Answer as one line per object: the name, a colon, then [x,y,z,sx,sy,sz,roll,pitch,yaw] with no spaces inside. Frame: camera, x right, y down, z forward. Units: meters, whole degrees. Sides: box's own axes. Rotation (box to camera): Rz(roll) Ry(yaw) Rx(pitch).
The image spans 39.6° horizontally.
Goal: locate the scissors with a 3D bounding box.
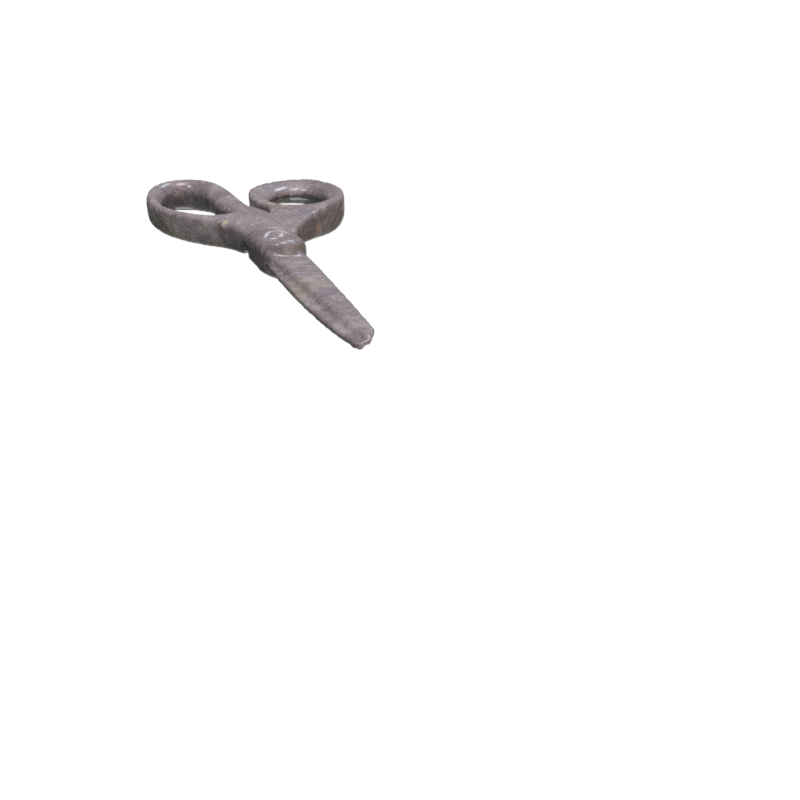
scissors: [-0.035,-0.063,0.442,0.094,0.015,0.215,-16,28,-31]
